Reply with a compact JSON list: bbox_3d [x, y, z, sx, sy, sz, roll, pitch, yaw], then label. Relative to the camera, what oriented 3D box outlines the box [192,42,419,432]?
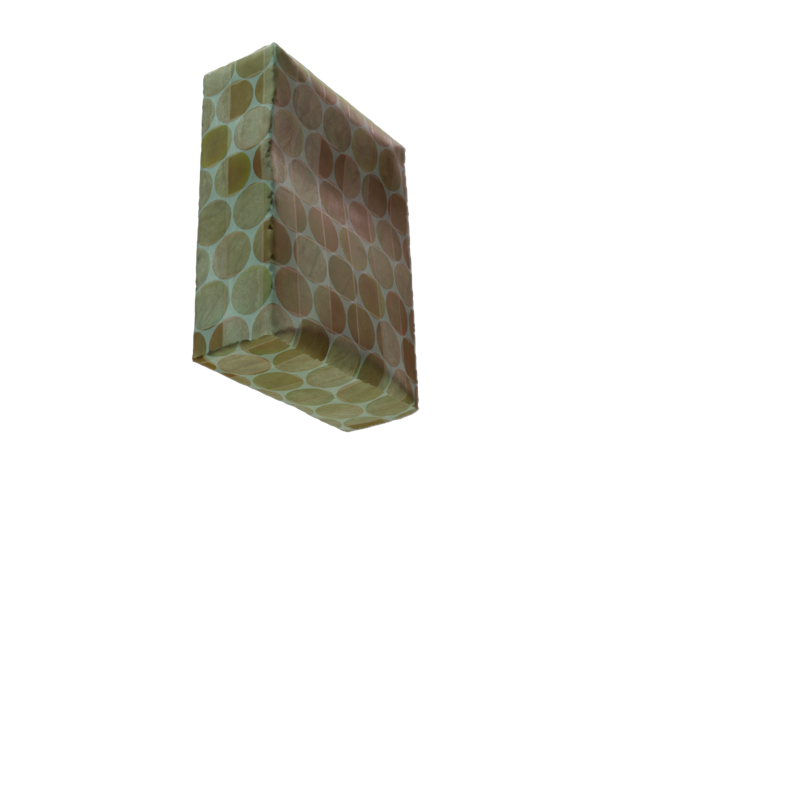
[{"bbox_3d":[-0.058,-0.106,0.741,0.073,0.227,0.153,-19,-30,30],"label":"box"}]
